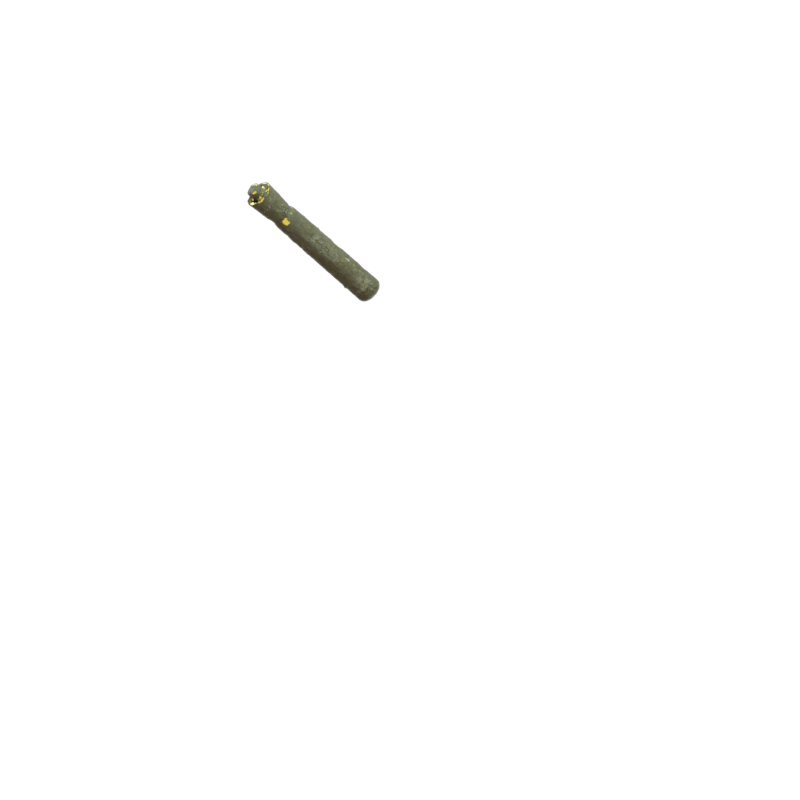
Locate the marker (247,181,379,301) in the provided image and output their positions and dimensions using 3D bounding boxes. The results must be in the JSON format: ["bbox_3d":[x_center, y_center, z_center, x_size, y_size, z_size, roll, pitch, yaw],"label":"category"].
[{"bbox_3d":[-0.058,-0.106,0.740,0.113,0.020,0.021,39,-21,-33],"label":"marker"}]
